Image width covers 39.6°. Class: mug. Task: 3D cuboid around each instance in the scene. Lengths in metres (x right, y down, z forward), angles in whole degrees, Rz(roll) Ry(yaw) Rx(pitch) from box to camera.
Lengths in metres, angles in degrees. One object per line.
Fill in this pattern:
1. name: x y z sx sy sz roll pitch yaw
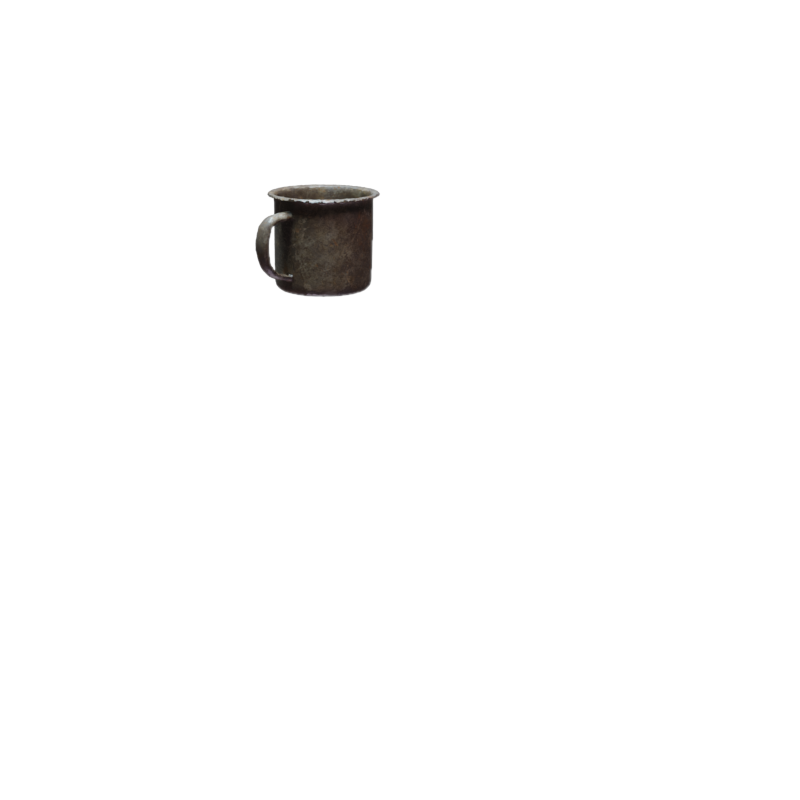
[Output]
1. mug: -0.072 -0.131 0.919 0.098 0.079 0.115 14 21 40
